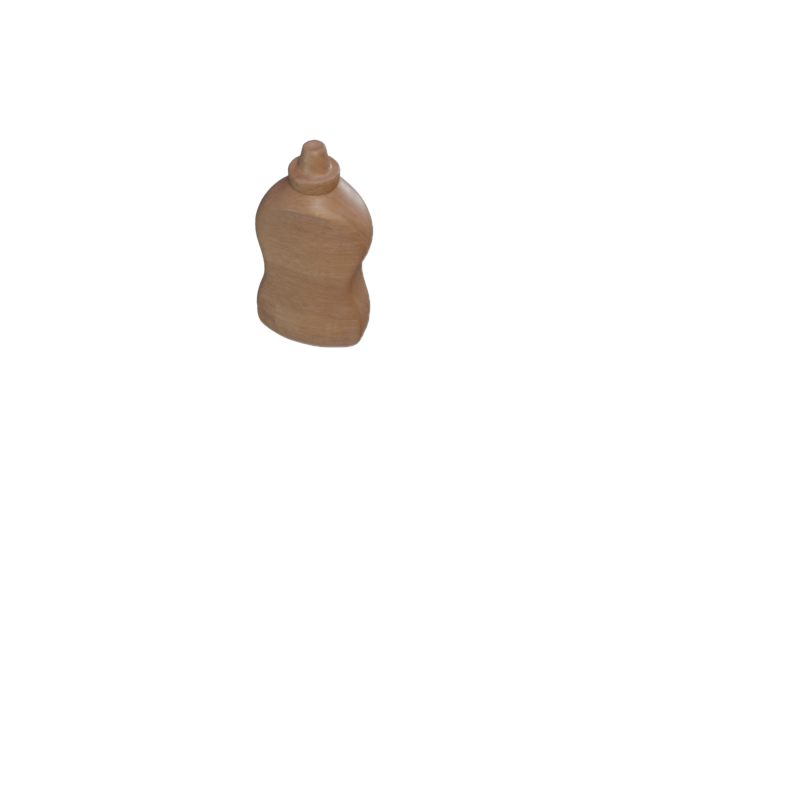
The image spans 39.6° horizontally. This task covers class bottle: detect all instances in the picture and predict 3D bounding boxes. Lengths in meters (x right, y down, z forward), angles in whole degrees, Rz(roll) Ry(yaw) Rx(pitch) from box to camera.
[{"bbox_3d":[-0.071,-0.130,0.909,0.099,0.179,0.061,17,46,13],"label":"bottle"}]
